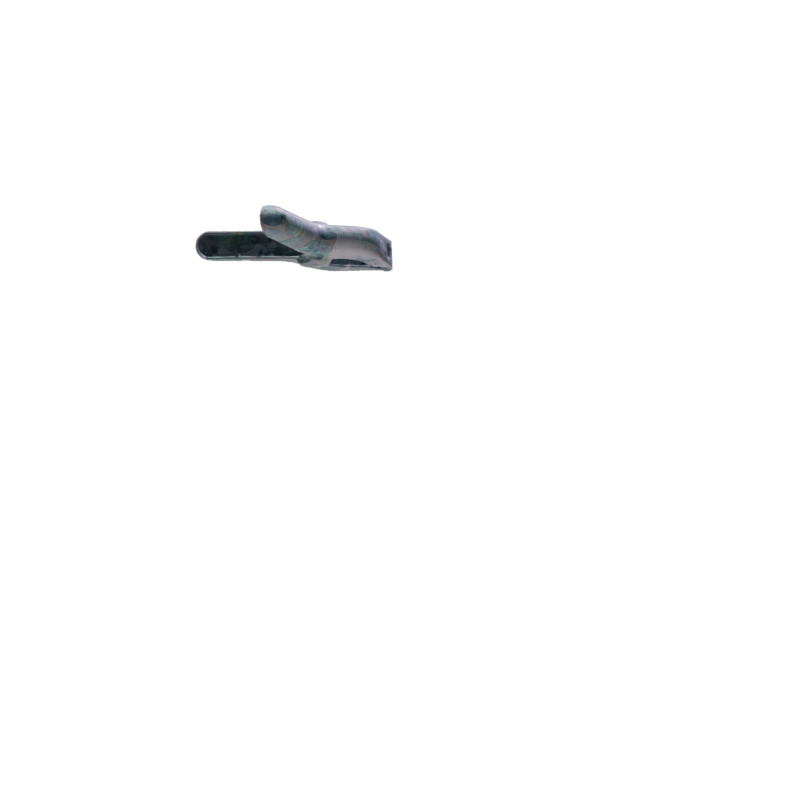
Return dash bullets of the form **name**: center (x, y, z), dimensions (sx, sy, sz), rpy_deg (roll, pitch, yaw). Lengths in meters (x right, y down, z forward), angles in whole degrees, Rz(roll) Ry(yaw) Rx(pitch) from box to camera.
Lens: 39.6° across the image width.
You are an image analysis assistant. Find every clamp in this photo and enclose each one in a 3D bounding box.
- **clamp**: center (-0.072, -0.132, 0.922), dimensions (0.166, 0.040, 0.123), rpy_deg (0, 0, -26)
